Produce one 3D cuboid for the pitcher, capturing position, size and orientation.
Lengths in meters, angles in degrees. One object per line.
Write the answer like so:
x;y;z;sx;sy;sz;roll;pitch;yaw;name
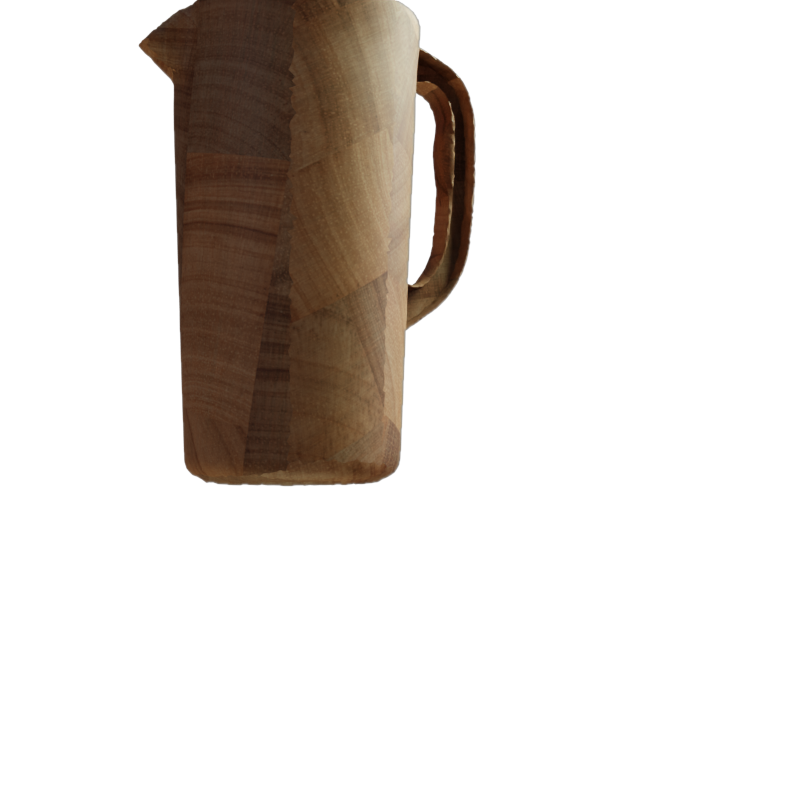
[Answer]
-0.045;-0.082;0.575;0.152;0.248;0.139;-3;-8;17;pitcher
